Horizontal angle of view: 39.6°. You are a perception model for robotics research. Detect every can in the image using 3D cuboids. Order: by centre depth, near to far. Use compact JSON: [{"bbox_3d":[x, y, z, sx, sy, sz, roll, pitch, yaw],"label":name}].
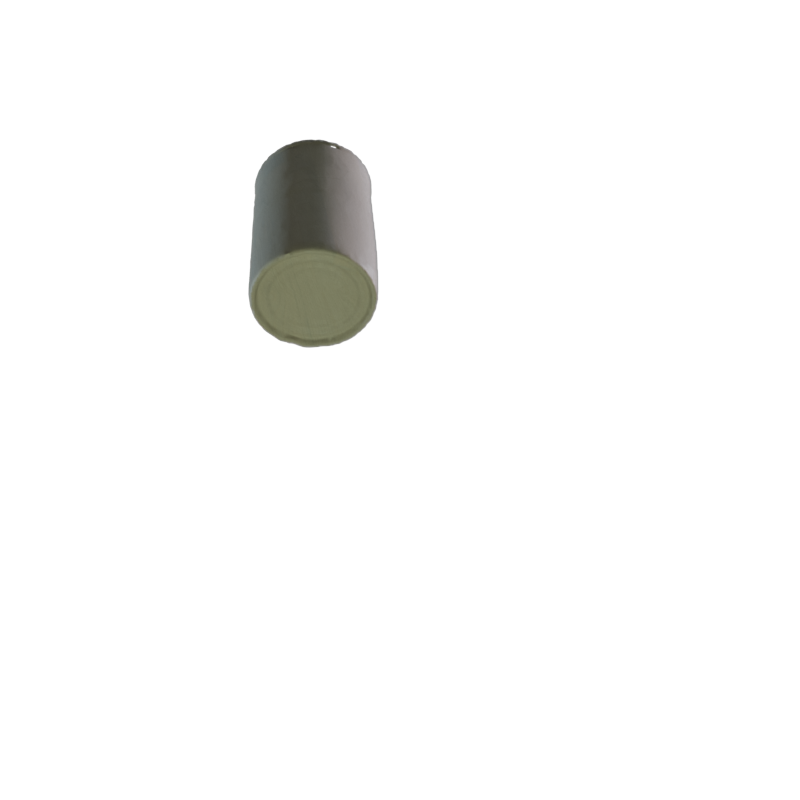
[{"bbox_3d":[-0.047,-0.086,0.601,0.068,0.064,0.110,-1,41,-3],"label":"can"}]
